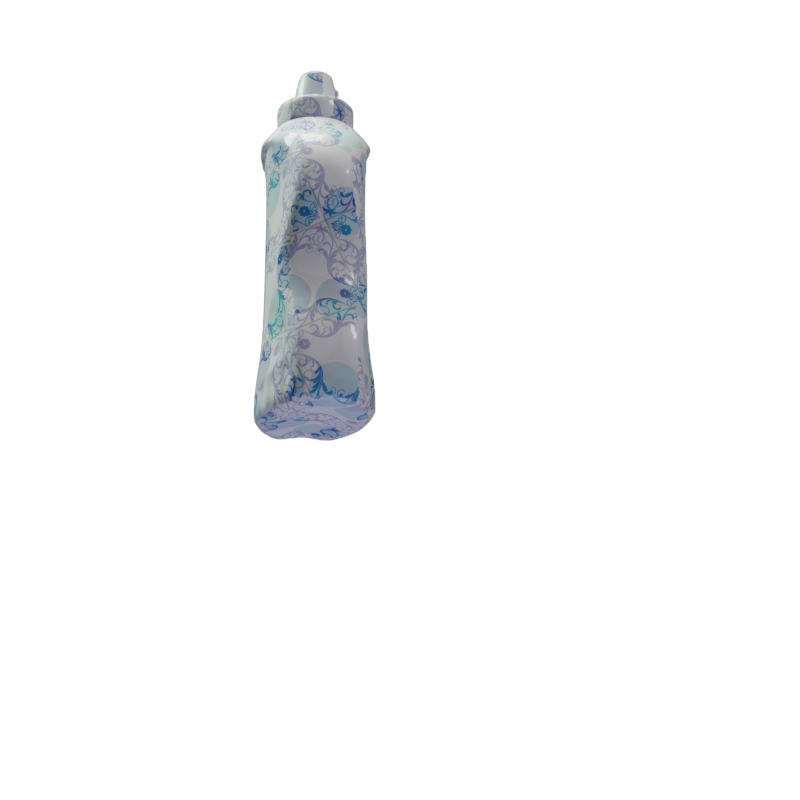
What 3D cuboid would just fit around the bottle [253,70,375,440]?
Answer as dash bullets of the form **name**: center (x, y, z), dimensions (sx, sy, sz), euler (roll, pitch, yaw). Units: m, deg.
- **bottle**: center (-0.044, -0.081, 0.570), dimensions (0.058, 0.201, 0.093), euler (2, -19, -9)
